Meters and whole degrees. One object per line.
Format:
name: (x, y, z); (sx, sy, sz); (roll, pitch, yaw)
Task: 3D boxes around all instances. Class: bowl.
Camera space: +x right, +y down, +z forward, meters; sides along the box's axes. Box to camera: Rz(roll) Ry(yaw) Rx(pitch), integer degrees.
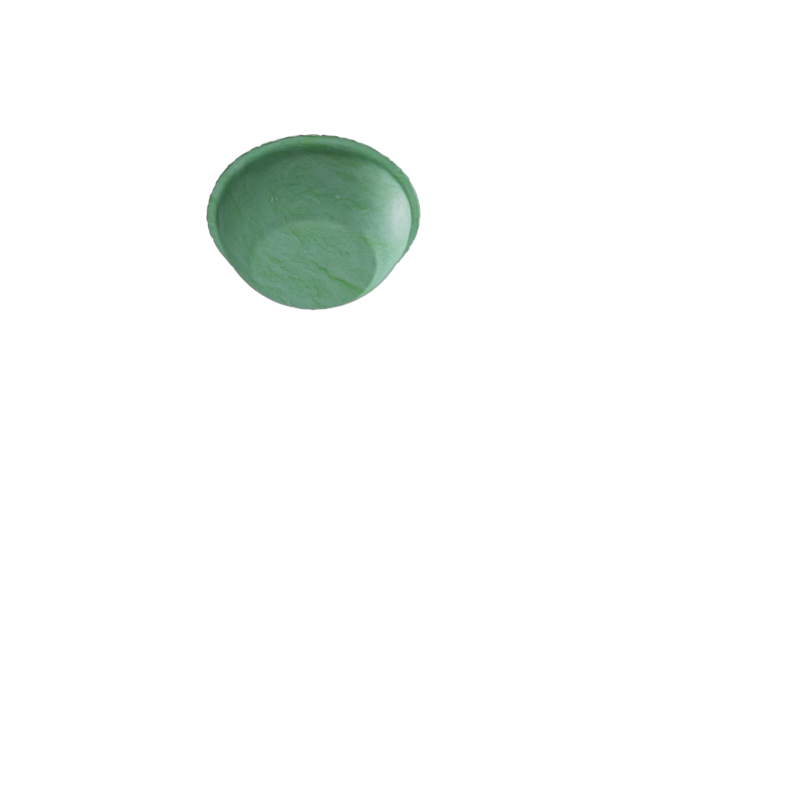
bowl: (-0.064, -0.117, 0.821); (0.162, 0.059, 0.151); (1, -43, -1)
